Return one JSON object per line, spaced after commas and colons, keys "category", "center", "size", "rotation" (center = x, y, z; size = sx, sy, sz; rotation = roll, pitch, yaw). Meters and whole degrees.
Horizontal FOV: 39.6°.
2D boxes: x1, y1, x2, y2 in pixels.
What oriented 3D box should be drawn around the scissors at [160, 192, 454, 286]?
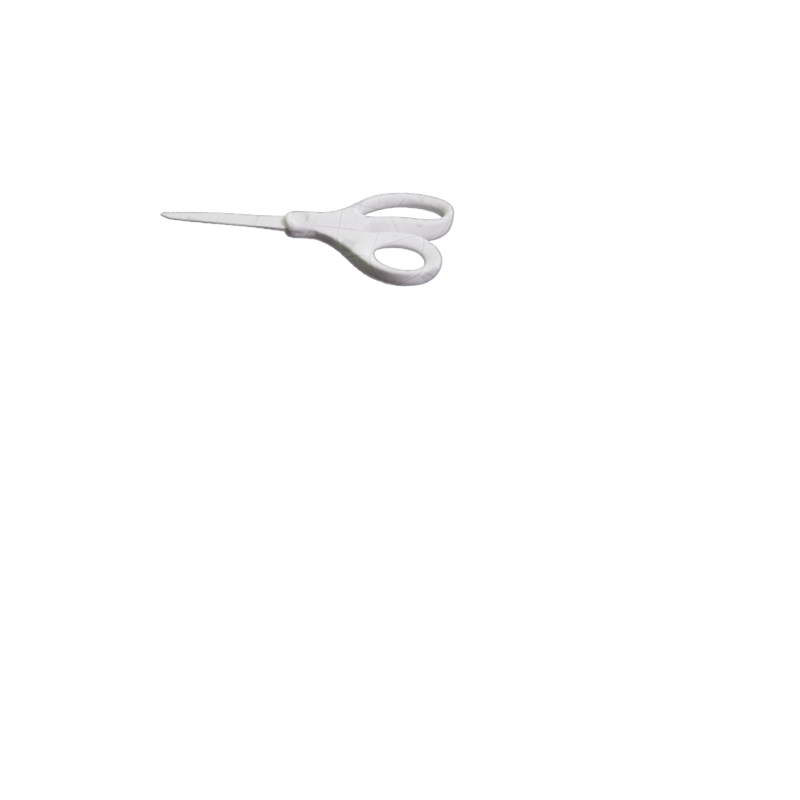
{"category": "scissors", "center": [-0.059, -0.107, 0.751], "size": [0.200, 0.015, 0.104], "rotation": [-7, 45, -7]}
